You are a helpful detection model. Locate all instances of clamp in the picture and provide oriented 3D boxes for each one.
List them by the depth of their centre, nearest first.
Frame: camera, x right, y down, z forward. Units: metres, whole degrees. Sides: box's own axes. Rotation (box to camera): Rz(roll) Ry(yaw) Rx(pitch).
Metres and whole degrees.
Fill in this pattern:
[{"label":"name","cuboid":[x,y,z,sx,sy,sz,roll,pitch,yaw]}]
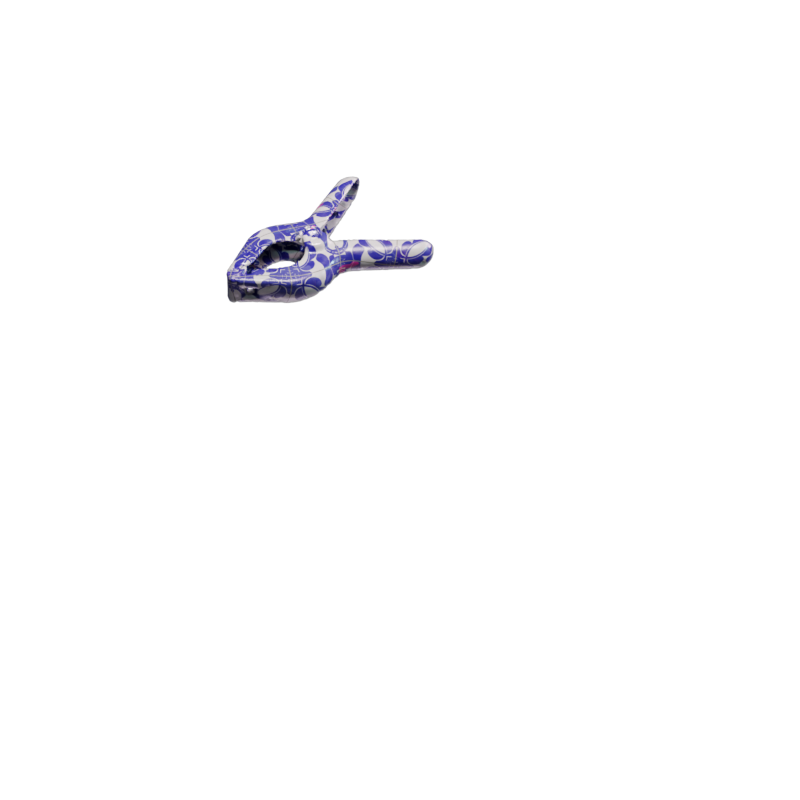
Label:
[{"label":"clamp","cuboid":[-0.072,-0.132,0.923,0.169,0.037,0.130,-18,43,-20]}]
